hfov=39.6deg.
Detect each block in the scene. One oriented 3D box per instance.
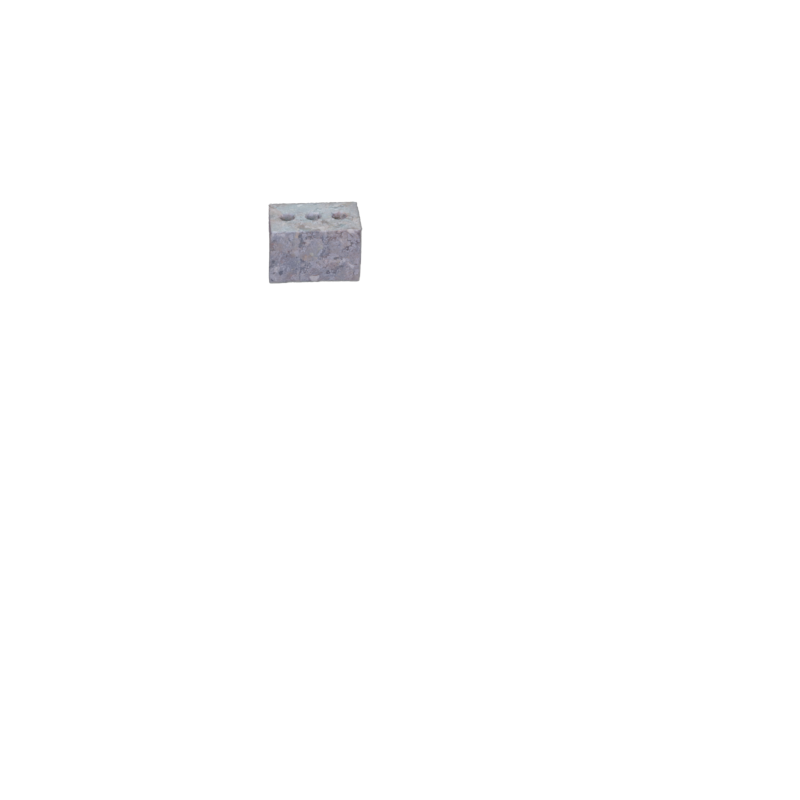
[{"bbox_3d":[-0.074,-0.134,0.940,0.077,0.048,0.056,-2,35,-5],"label":"block"}]
